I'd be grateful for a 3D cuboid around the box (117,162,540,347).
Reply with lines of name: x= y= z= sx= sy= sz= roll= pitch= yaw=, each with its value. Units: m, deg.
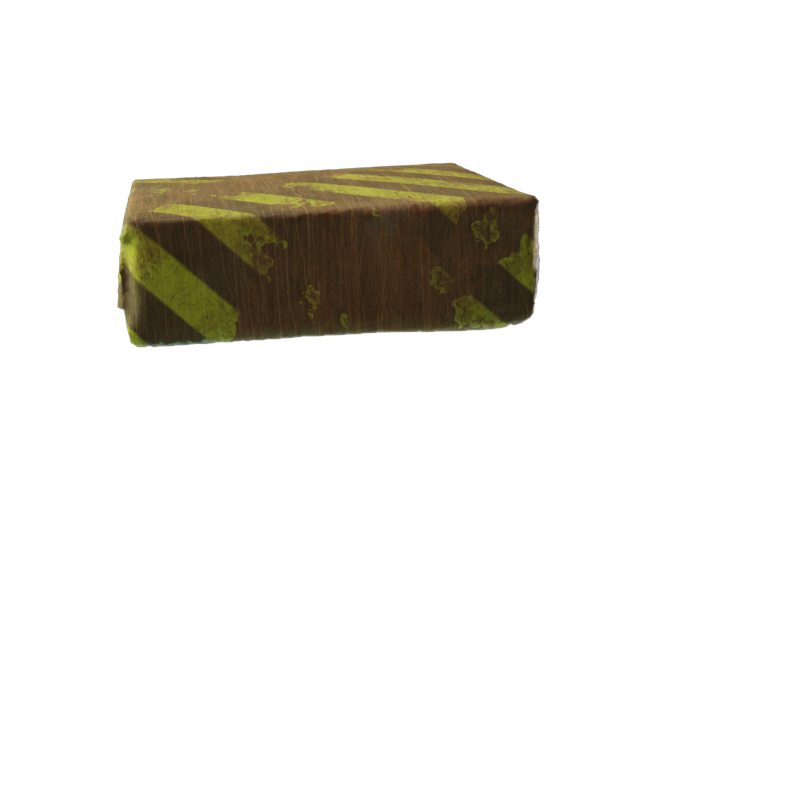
box: x=-0.026 y=-0.047 z=0.333 sx=0.112 sy=0.038 sz=0.094 roll=-3 pitch=18 yaw=-9
